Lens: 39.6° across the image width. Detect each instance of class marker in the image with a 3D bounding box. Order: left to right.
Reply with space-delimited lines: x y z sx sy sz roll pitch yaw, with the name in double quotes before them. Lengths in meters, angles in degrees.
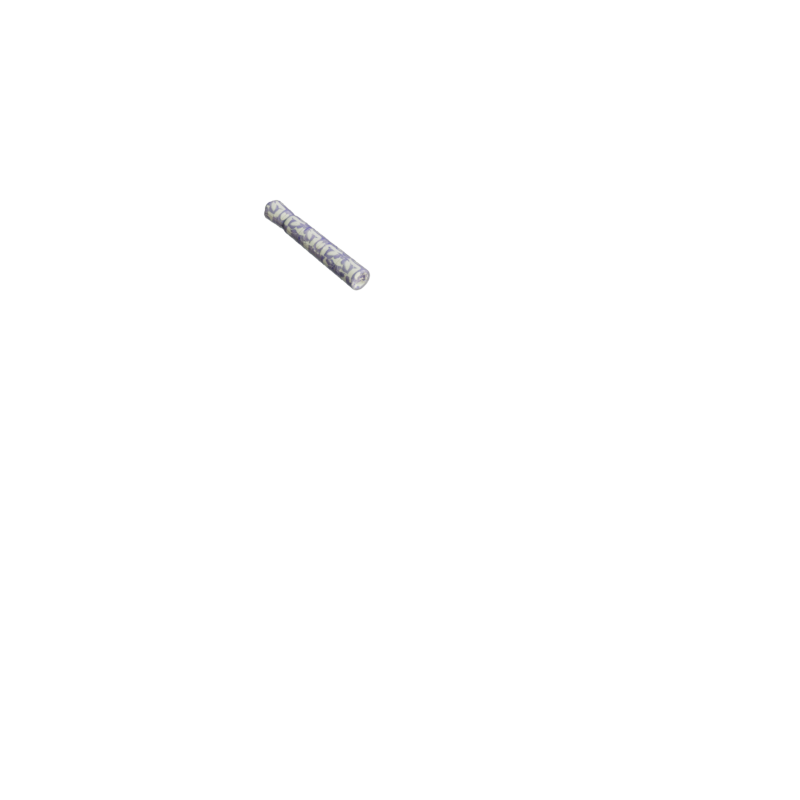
"marker" -0.070 -0.128 0.899 0.019 0.019 0.130 -3 35 -46
